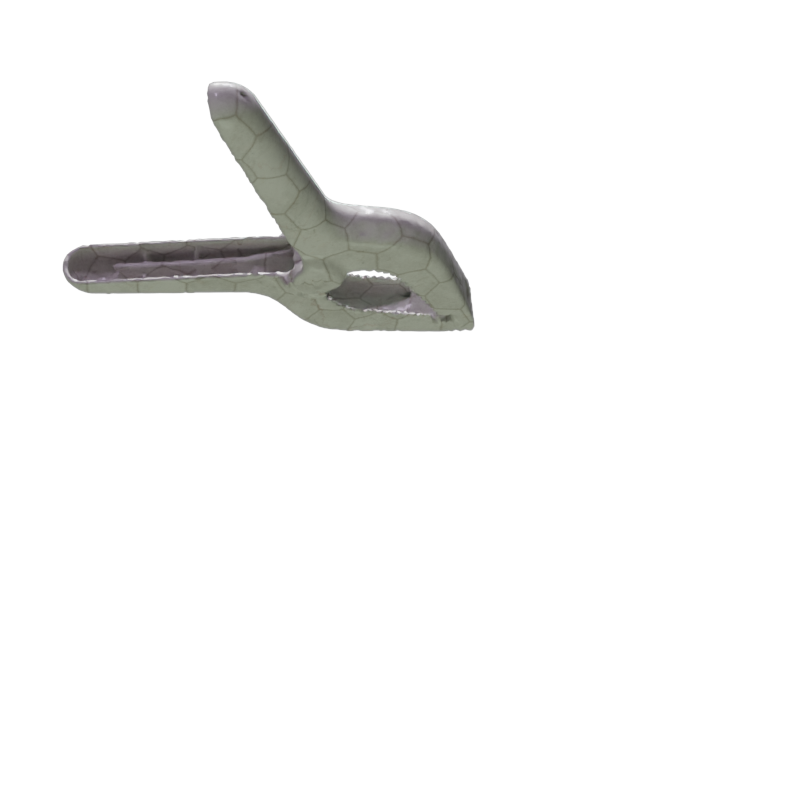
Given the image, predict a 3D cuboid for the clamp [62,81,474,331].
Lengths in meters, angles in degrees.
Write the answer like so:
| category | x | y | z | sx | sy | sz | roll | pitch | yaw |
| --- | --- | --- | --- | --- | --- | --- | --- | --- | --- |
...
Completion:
| category | x | y | z | sx | sy | sz | roll | pitch | yaw |
| --- | --- | --- | --- | --- | --- | --- | --- | --- | --- |
| clamp | -0.043 | -0.078 | 0.546 | 0.202 | 0.039 | 0.161 | 14 | -31 | -24 |
